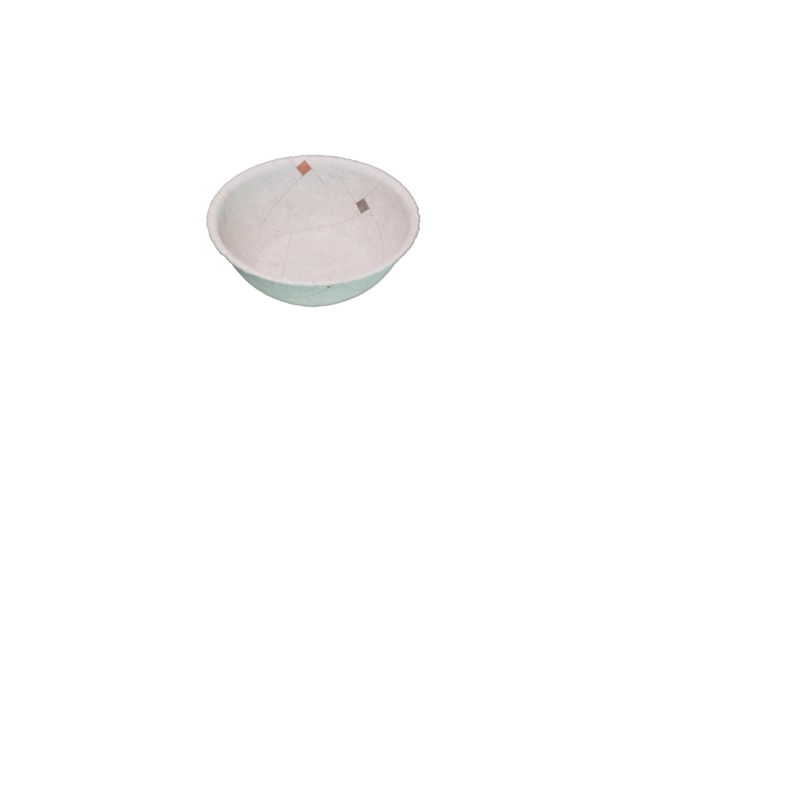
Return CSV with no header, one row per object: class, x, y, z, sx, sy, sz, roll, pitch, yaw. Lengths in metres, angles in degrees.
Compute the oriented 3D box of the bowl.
bowl,-0.067,-0.122,0.854,0.162,0.051,0.174,-1,43,-1
